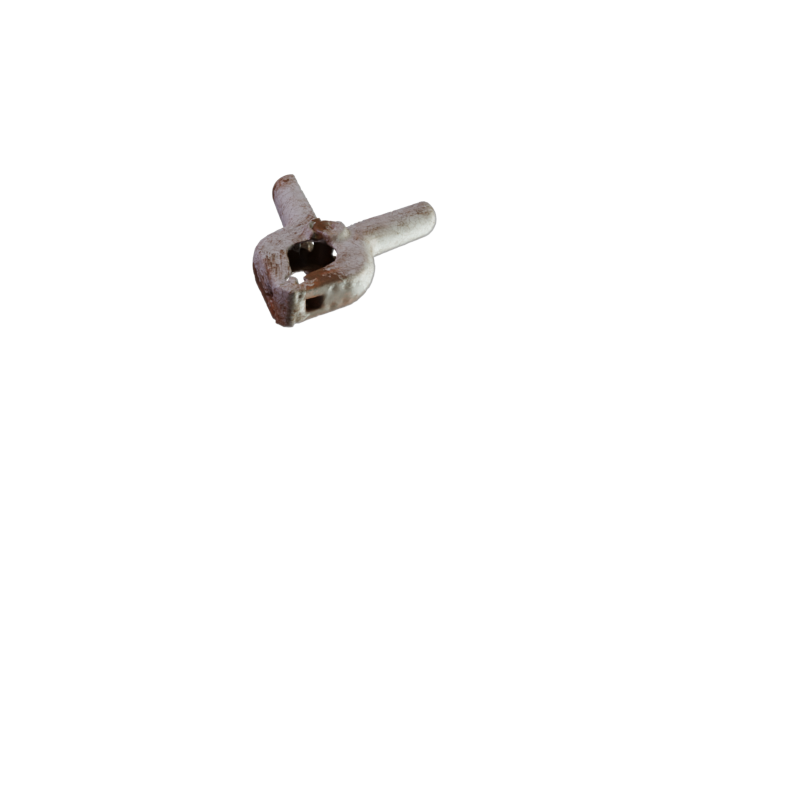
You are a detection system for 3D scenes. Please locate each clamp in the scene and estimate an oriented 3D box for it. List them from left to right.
[{"bbox_3d":[-0.058,-0.106,0.745,0.125,0.037,0.175,12,32,20],"label":"clamp"}]
